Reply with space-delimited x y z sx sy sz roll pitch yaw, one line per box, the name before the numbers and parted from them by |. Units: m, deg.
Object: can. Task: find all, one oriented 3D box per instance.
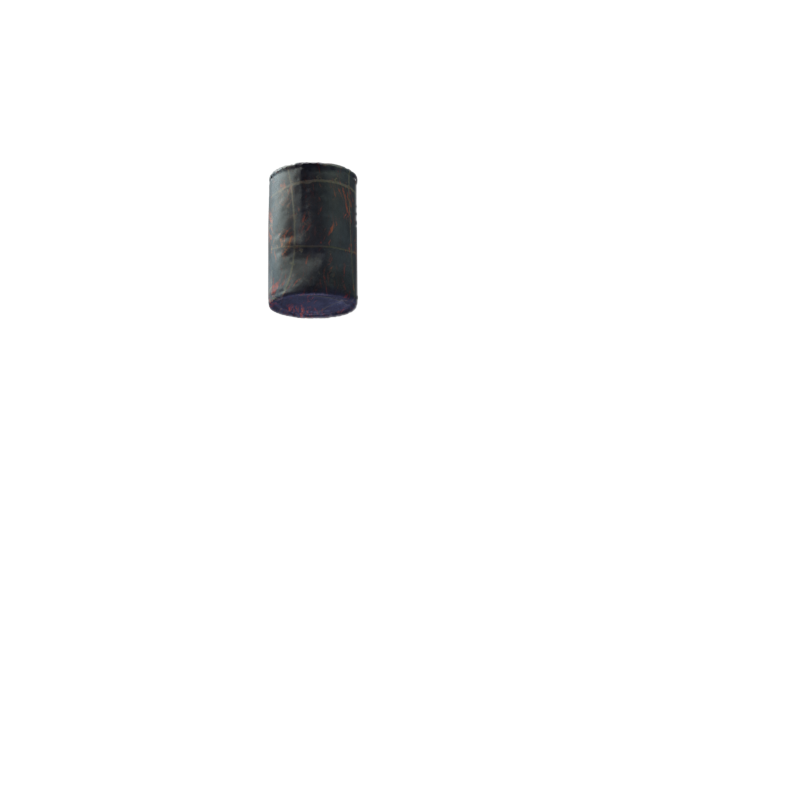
can | -0.065 -0.119 0.830 0.068 0.107 0.066 0 -17 -2
